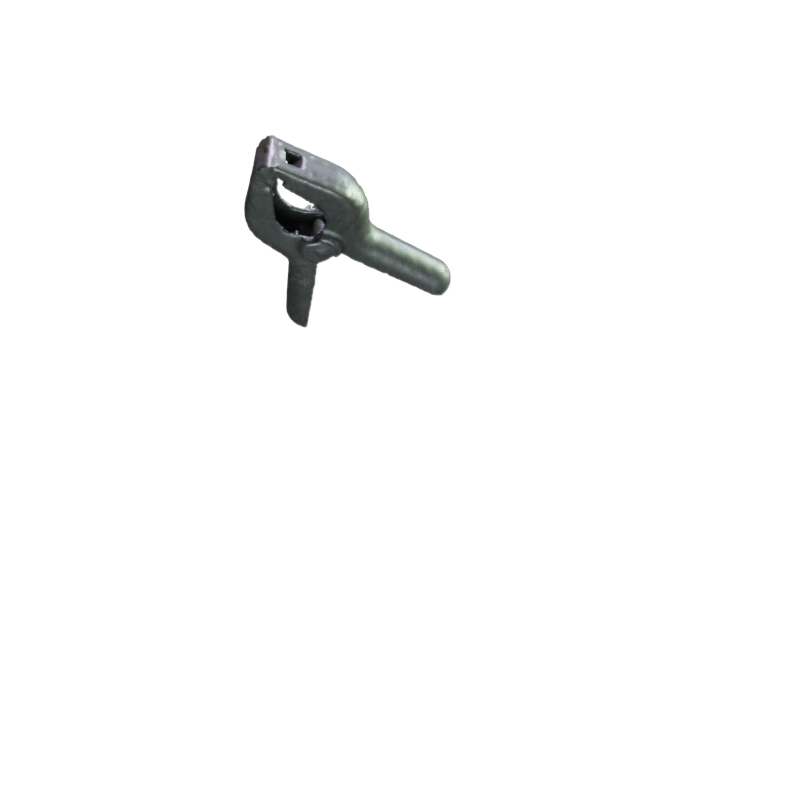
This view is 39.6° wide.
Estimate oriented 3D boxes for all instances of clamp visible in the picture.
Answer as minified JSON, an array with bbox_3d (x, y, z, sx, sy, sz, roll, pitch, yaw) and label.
[{"bbox_3d":[-0.057,-0.104,0.729,0.120,0.042,0.159,-24,-46,25],"label":"clamp"}]
